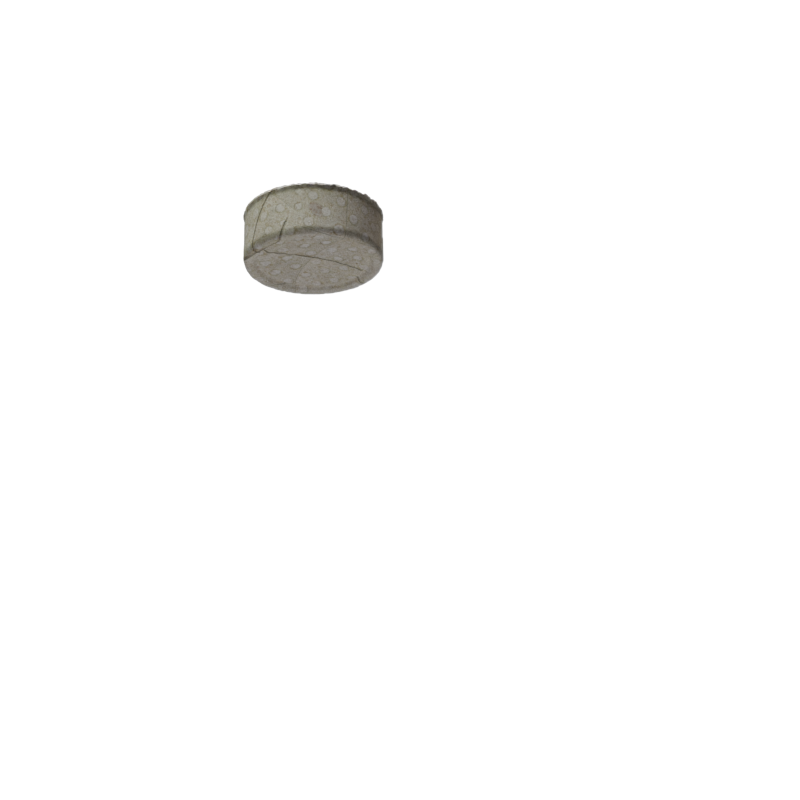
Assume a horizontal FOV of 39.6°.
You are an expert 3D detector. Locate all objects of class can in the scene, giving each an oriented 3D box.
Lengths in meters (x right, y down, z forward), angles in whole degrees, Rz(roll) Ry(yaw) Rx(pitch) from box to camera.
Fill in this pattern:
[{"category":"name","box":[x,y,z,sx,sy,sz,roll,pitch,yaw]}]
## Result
[{"category":"can","box":[-0.053,-0.096,0.673,0.086,0.035,0.081,0,-22,-2]}]
